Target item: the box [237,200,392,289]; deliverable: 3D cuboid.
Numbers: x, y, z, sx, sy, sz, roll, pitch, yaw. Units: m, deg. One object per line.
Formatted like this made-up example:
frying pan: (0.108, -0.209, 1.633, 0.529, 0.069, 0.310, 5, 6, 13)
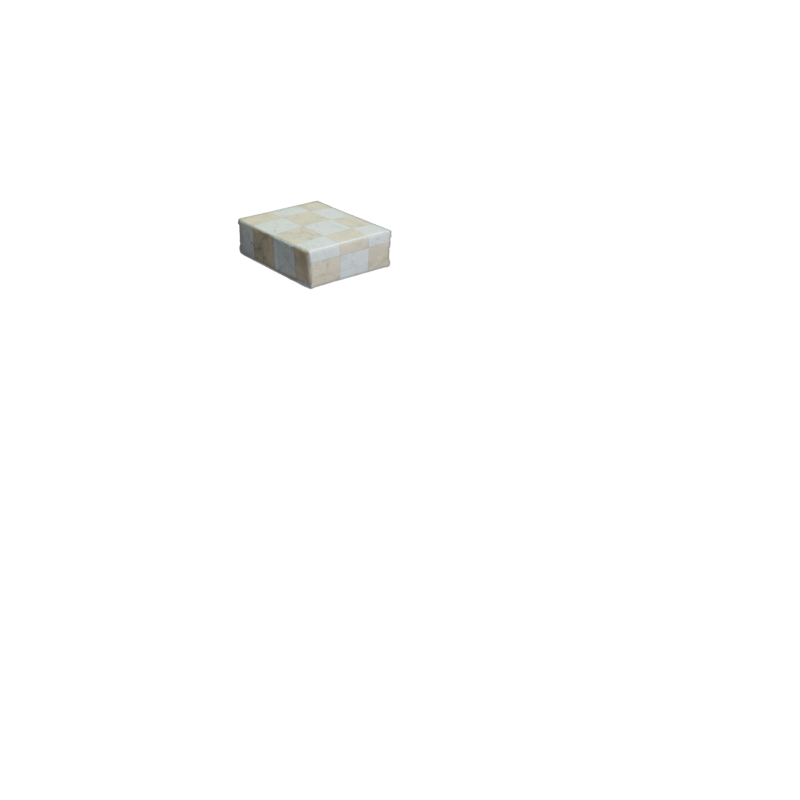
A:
box: (-0.077, -0.140, 0.980, 0.088, 0.037, 0.121, -20, 34, -33)
